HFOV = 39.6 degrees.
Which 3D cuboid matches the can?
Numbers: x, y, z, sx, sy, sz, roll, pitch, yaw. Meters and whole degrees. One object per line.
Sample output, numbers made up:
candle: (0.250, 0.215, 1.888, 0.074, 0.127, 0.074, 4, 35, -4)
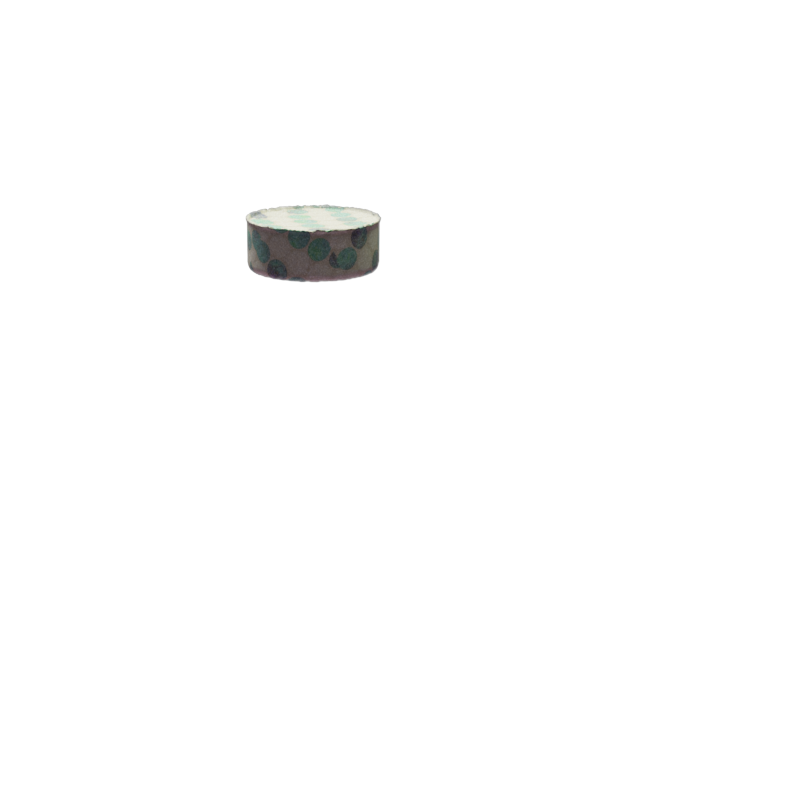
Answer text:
can: (-0.055, -0.101, 0.707, 0.086, 0.032, 0.089, -1, 19, -2)
